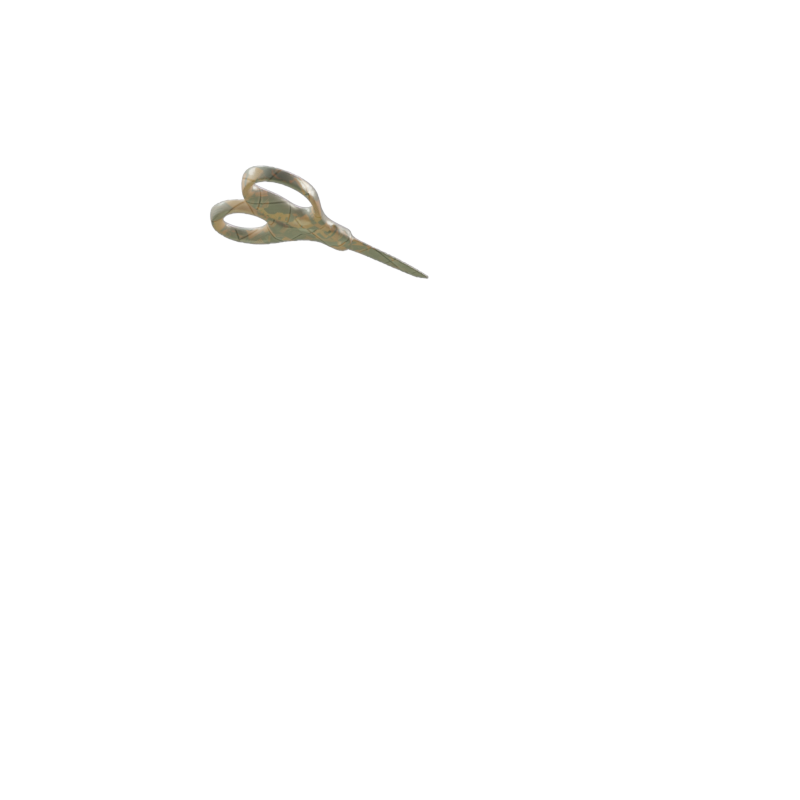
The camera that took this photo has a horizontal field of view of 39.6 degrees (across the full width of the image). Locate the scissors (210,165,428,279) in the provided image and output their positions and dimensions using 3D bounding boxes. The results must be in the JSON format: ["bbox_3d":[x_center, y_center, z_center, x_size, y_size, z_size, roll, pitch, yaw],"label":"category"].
[{"bbox_3d":[-0.068,-0.125,0.875,0.097,0.017,0.187,-16,-31,29],"label":"scissors"}]
